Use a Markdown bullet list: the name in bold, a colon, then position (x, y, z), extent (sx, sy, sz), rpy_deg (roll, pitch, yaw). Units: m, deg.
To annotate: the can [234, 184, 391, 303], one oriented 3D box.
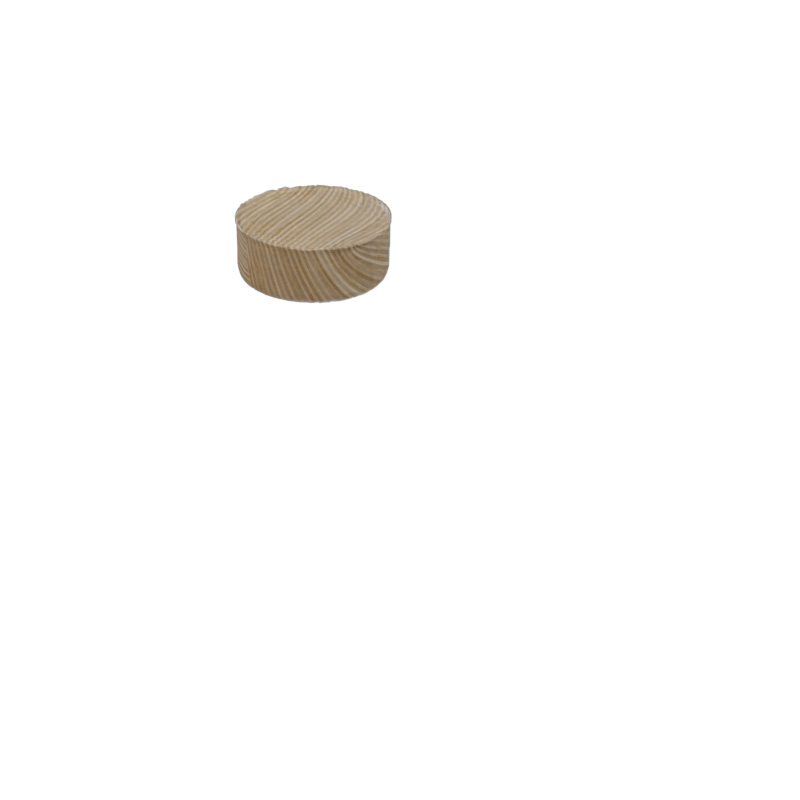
- **can**: position (-0.048, -0.087, 0.611), extent (0.086, 0.032, 0.091), rpy_deg (-1, 31, -2)
